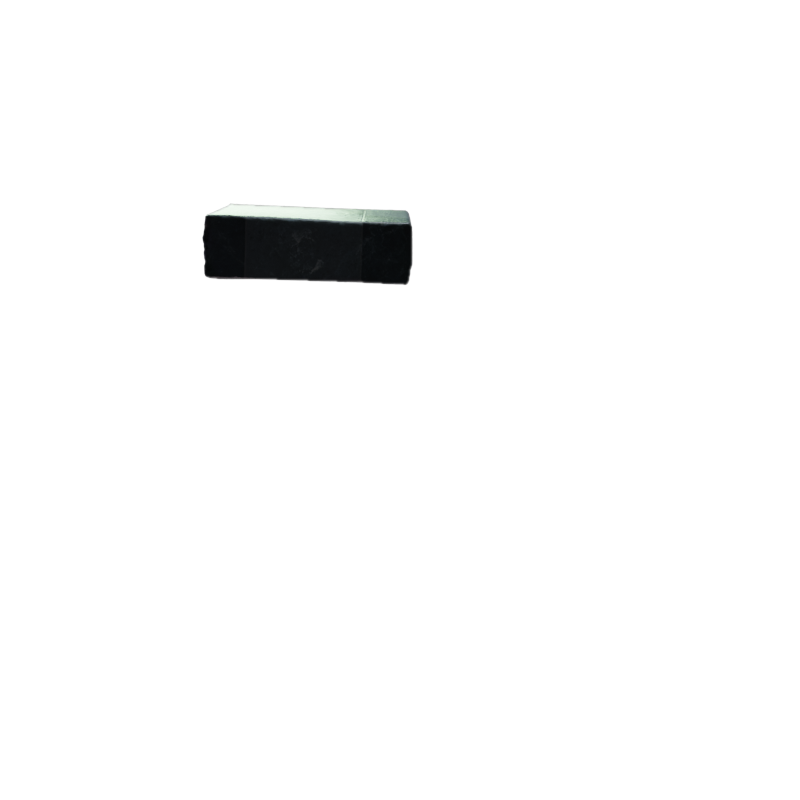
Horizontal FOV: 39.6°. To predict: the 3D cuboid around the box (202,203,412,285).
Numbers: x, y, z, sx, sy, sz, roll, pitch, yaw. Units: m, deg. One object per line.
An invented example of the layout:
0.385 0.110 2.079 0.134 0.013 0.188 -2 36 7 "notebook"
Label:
-0.049 -0.090 0.630 0.114 0.038 0.091 0 12 2 "box"
